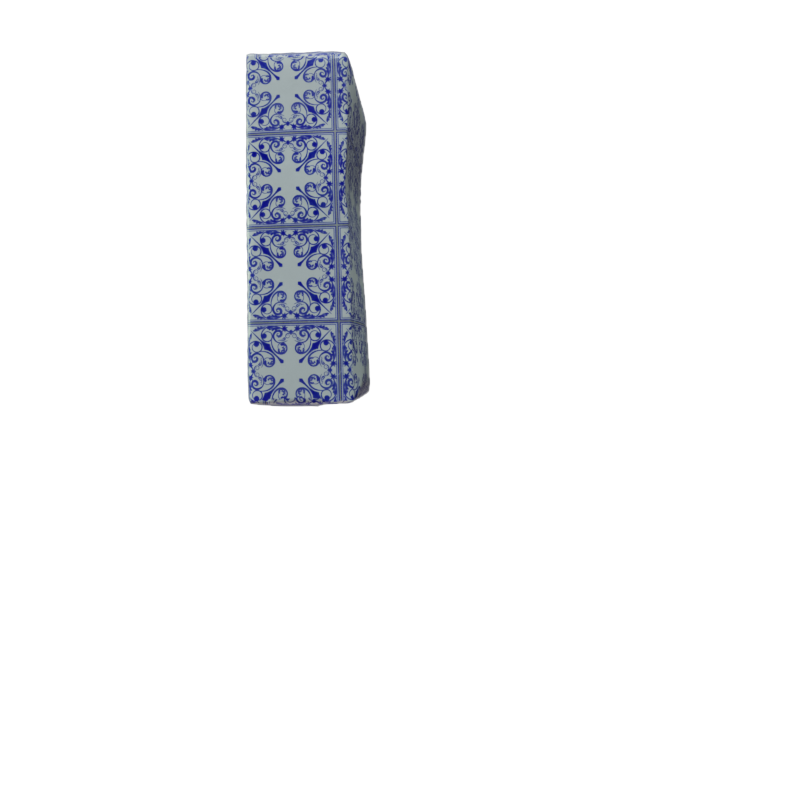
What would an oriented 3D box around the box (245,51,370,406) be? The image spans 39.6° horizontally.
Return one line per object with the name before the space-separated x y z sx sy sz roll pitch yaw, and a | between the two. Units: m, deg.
box | -0.058 -0.105 0.737 0.072 0.217 0.161 -1 -4 1
